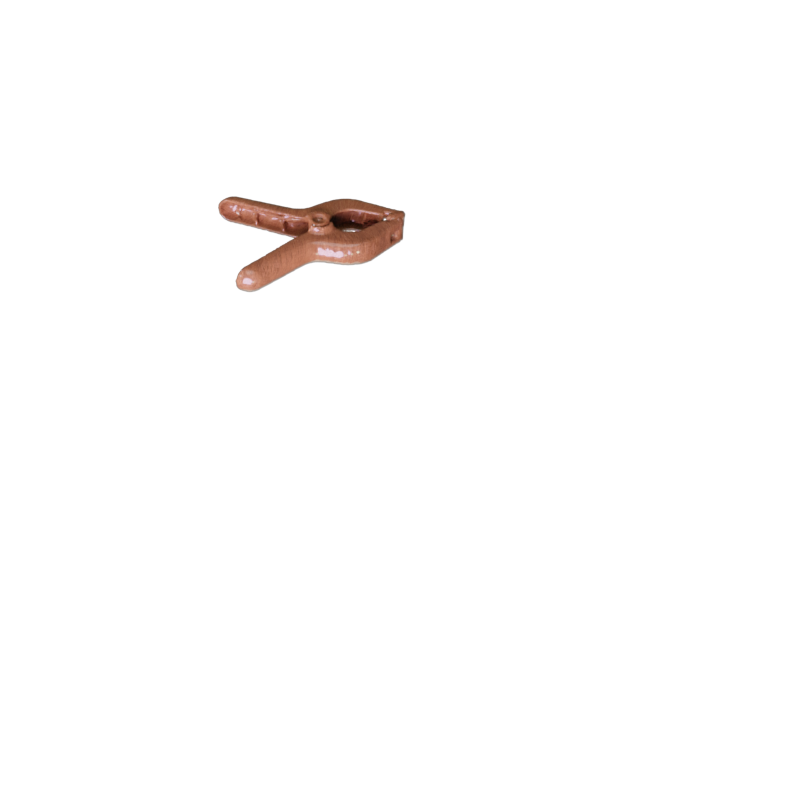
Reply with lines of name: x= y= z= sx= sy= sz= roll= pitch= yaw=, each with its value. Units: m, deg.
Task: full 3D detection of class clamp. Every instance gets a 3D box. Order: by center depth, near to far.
clamp: x=-0.078 y=-0.142 z=0.997 sx=0.171 sy=0.129 sz=0.036 roll=-3 pitch=-41 yaw=-3
